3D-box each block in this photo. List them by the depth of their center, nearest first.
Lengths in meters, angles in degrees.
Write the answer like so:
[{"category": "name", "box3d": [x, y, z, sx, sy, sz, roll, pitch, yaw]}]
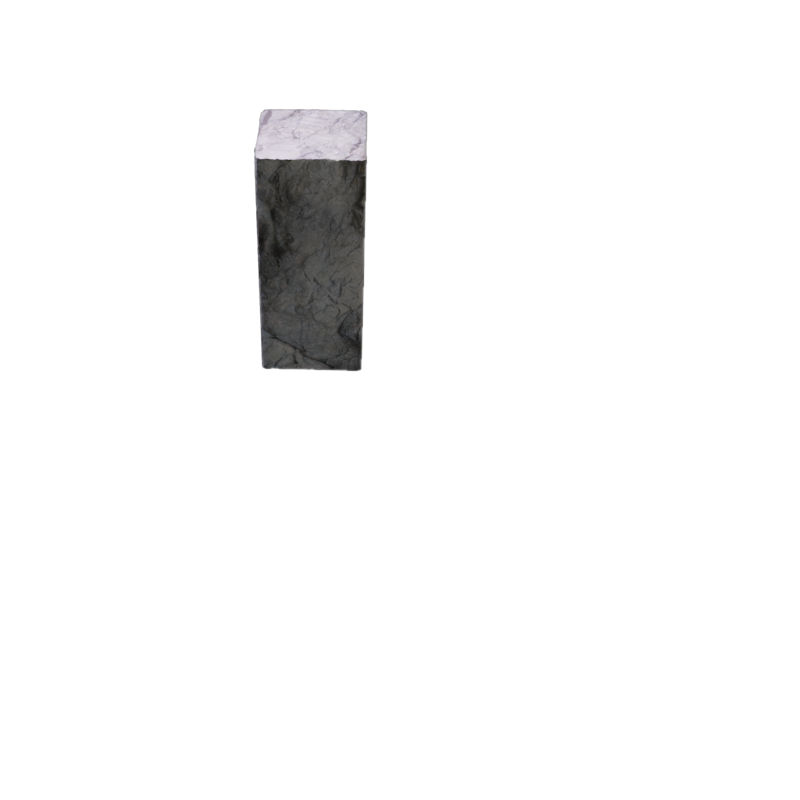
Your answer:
[{"category": "block", "box3d": [-0.074, -0.134, 0.940, 0.090, 0.193, 0.097, 2, 36, -1]}]
